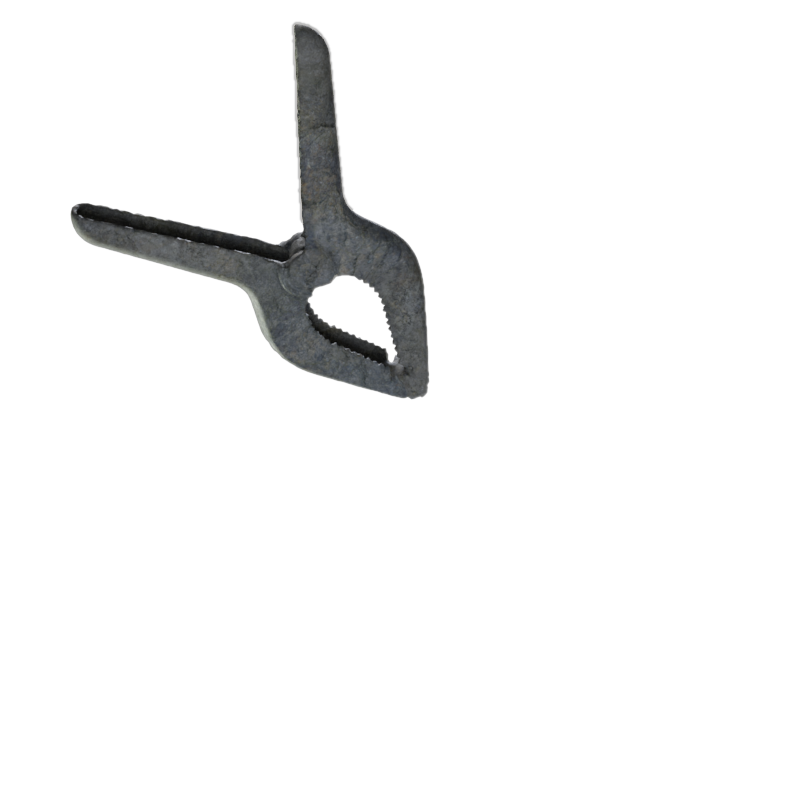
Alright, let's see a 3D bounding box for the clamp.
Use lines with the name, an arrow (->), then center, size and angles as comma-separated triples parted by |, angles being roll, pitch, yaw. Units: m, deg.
clamp -> -0.046, -0.084, 0.592 | 0.201, 0.163, 0.038 | 42, 18, -17
